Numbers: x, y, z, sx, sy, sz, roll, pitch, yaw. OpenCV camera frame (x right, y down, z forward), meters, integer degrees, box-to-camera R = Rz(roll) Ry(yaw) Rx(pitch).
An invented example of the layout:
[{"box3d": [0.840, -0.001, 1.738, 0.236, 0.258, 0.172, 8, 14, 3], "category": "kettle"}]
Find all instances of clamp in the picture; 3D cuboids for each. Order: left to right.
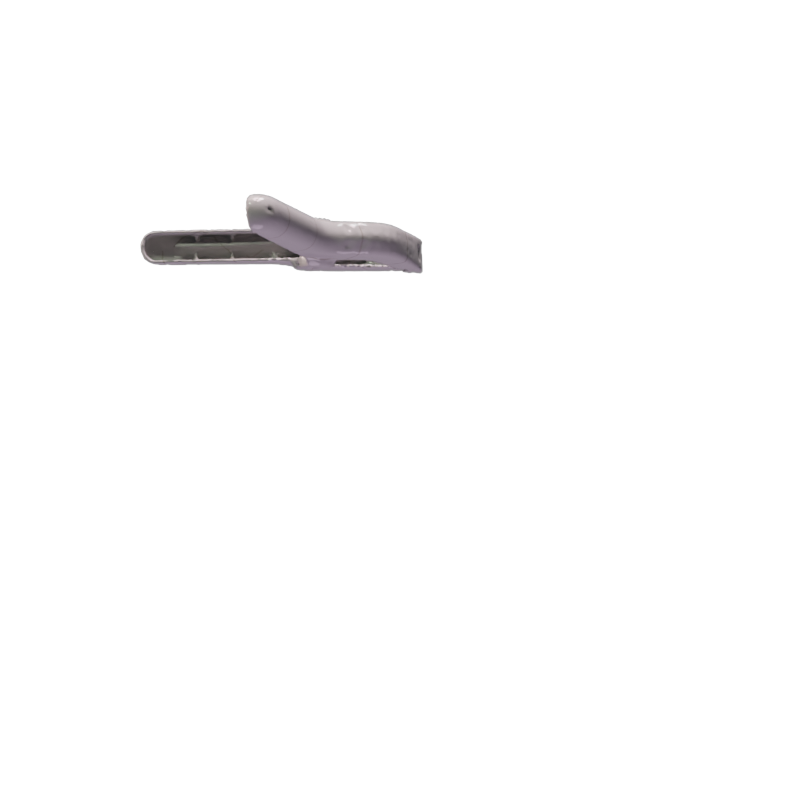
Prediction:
[{"box3d": [-0.063, -0.114, 0.800, 0.203, 0.037, 0.168, 1, -2, -29], "category": "clamp"}]
